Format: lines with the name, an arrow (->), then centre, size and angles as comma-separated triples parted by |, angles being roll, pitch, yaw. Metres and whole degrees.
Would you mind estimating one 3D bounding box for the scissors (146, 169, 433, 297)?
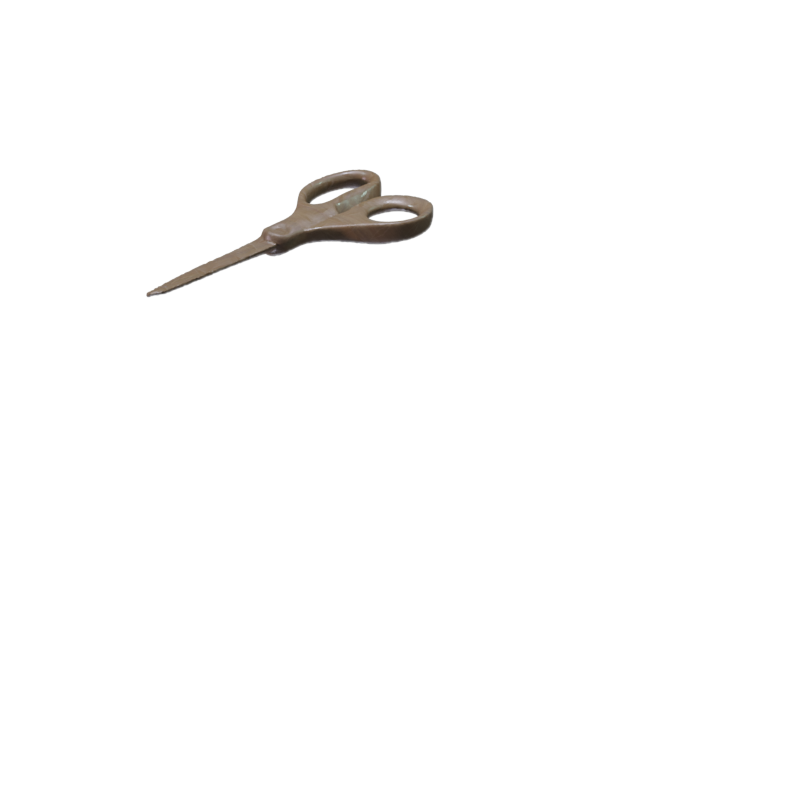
scissors -> -0.051, -0.093, 0.652 | 0.100, 0.015, 0.206 | 14, 35, 21
